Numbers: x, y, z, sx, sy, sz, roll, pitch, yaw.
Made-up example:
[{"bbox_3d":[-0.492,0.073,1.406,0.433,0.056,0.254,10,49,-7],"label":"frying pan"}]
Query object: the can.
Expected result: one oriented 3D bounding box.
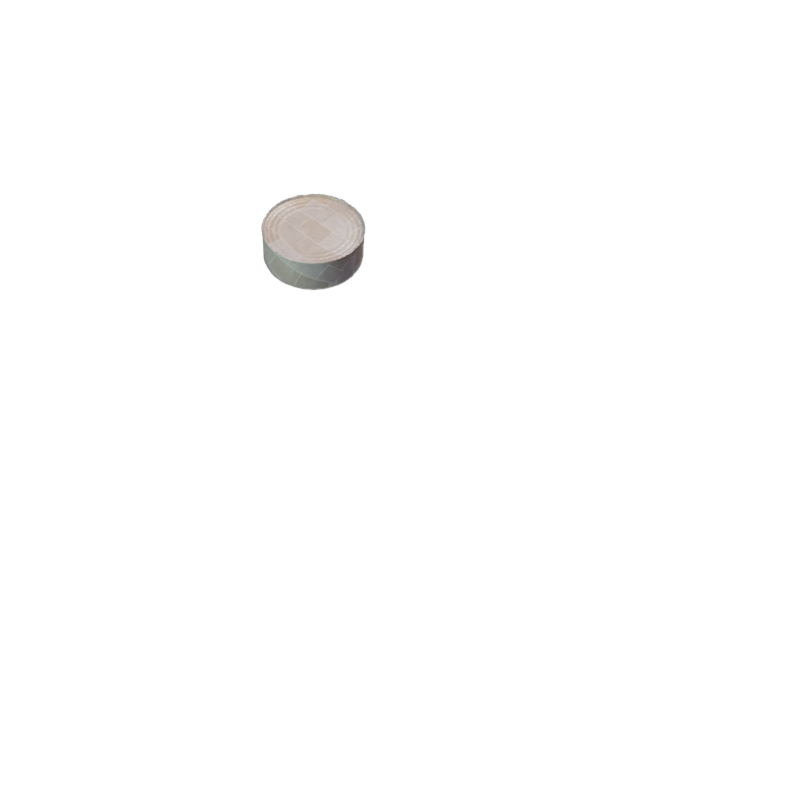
[{"bbox_3d":[-0.072,-0.132,0.924,0.086,0.092,0.031,-1,-43,-1],"label":"can"}]
